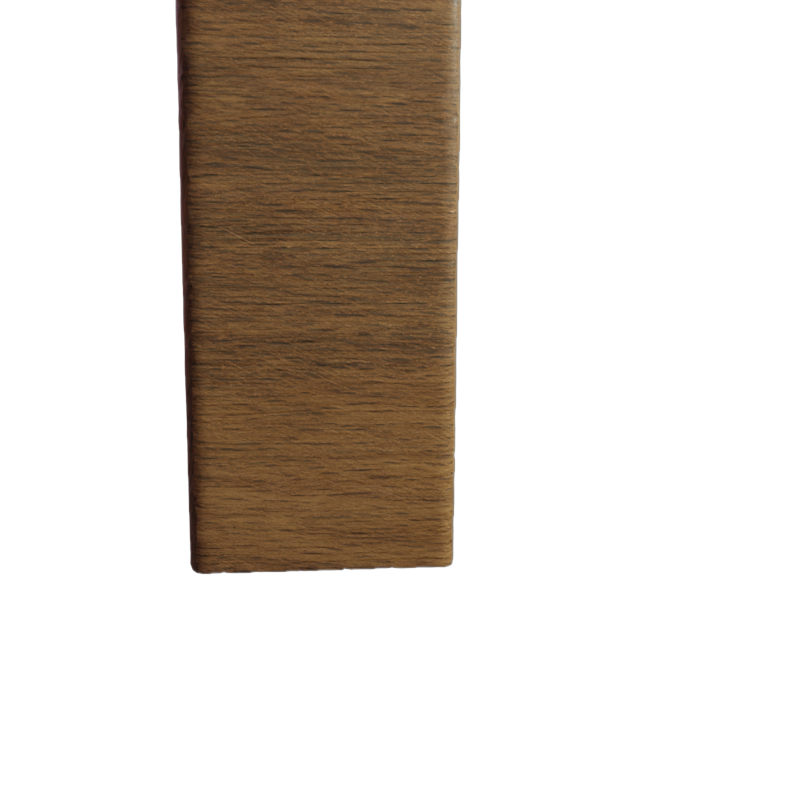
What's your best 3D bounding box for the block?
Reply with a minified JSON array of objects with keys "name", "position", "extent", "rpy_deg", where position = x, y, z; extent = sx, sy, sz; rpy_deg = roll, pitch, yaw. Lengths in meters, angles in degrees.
[{"name":"block","position":[-0.031,-0.056,0.392],"extent":[0.090,0.201,0.093],"rpy_deg":[0,10,-6]}]
